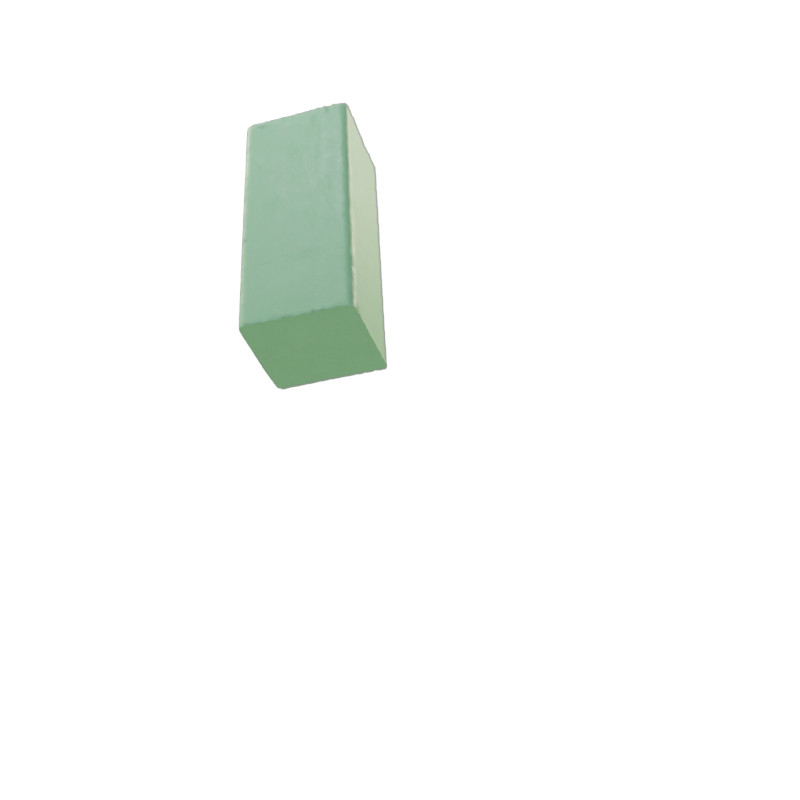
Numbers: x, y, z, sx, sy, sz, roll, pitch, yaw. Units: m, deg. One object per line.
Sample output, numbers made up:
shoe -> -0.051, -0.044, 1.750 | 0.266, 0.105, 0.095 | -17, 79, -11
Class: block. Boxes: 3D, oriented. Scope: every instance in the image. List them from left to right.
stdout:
block -> -0.069, -0.126, 0.879 | 0.092, 0.221, 0.083 | -12, -38, 13
